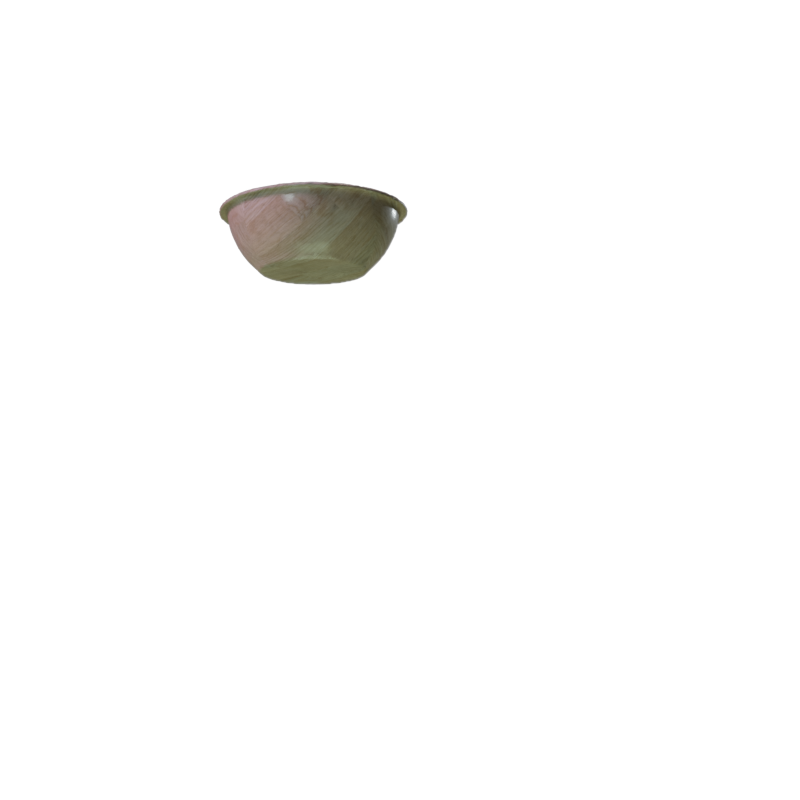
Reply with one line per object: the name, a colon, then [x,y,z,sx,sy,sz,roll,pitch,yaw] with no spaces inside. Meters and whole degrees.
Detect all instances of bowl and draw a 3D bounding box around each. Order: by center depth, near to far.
bowl: [-0.074,-0.135,0.946,0.162,0.057,0.158,0,-8,-2]
